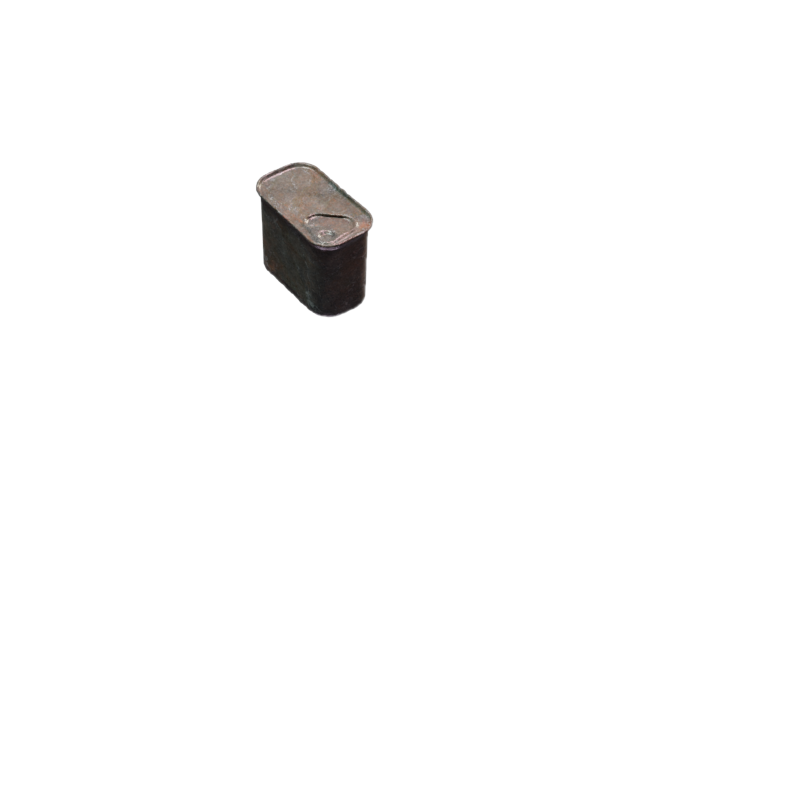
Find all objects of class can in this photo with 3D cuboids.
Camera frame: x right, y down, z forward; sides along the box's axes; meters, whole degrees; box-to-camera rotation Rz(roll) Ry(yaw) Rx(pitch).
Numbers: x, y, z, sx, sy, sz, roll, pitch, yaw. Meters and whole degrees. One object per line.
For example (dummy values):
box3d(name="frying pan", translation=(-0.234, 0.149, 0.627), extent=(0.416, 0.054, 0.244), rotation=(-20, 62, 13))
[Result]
box3d(name="can", translation=(-0.069, -0.127, 0.887), extent=(0.057, 0.078, 0.109), rotation=(-27, 53, -26))
